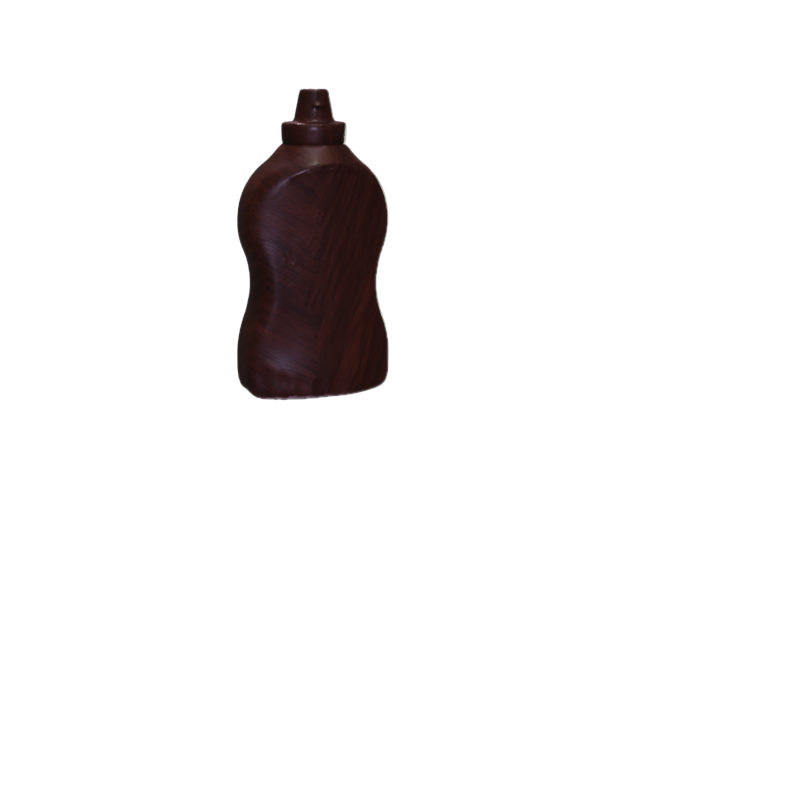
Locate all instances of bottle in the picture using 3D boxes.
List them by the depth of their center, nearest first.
[{"bbox_3d":[-0.055,-0.100,0.702,0.094,0.188,0.061,-3,10,-20],"label":"bottle"}]
